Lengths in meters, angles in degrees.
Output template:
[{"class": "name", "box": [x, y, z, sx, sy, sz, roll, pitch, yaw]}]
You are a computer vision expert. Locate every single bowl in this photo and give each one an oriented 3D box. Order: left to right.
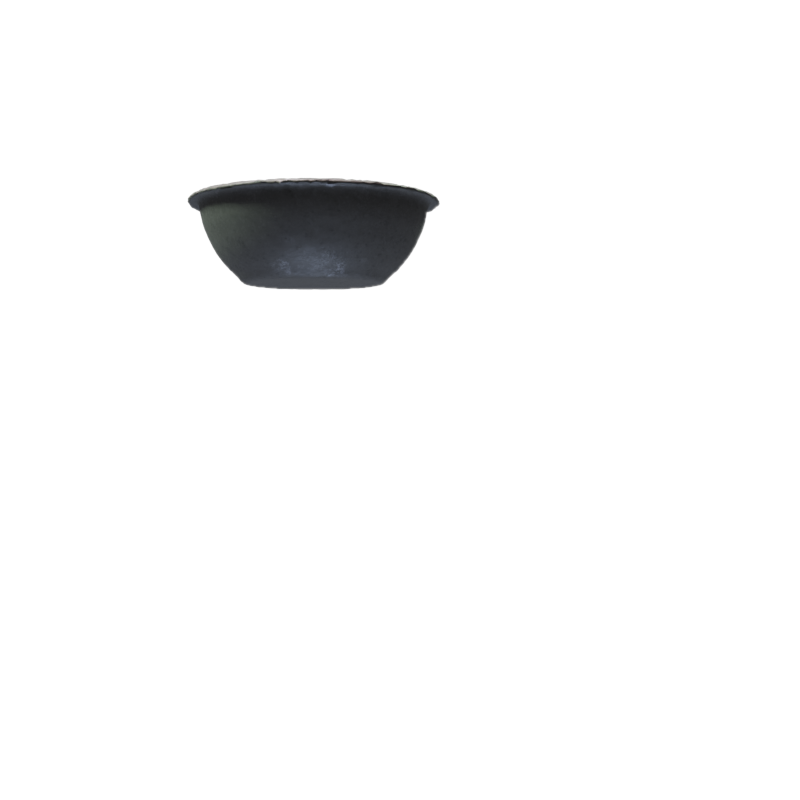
[{"class": "bowl", "box": [-0.056, -0.102, 0.713, 0.162, 0.056, 0.161, 0, 0, -2]}]
